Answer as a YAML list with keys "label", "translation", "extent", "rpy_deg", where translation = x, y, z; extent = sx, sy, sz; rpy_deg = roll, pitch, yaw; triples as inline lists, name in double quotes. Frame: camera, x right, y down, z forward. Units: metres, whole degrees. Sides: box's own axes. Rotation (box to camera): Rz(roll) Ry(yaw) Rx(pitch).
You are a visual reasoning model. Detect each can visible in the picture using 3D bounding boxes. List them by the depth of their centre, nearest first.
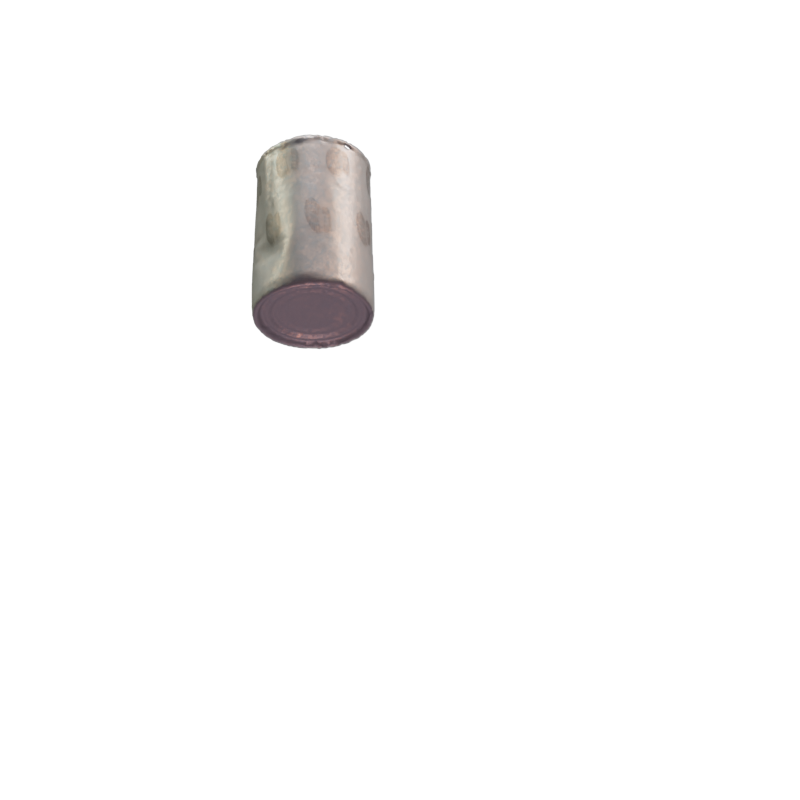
- label: "can"
  translation: [-0.049, -0.089, 0.622]
  extent: [0.068, 0.109, 0.064]
  rpy_deg: [-1, -33, -2]
